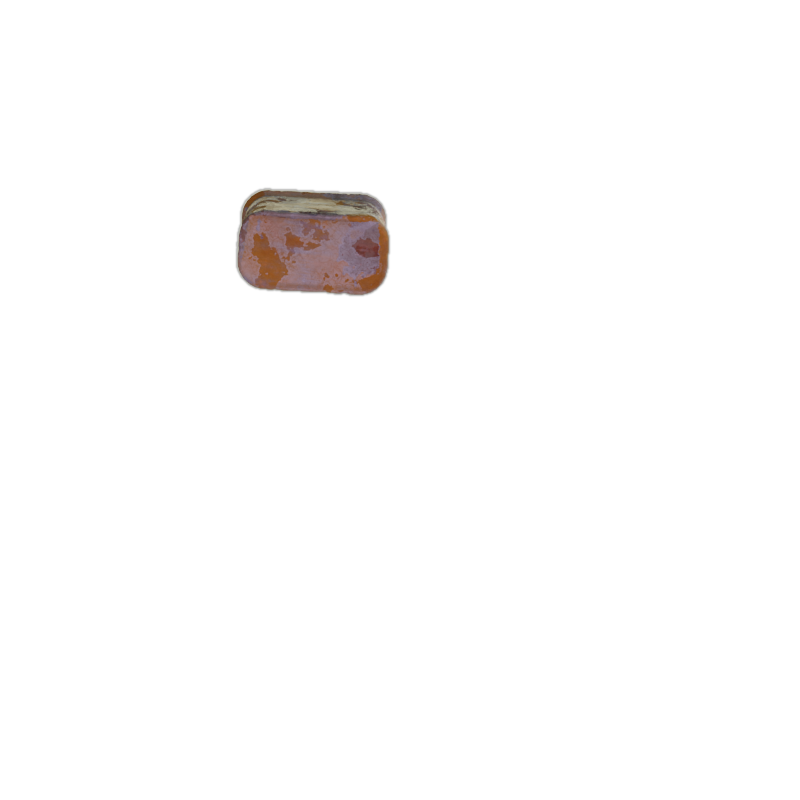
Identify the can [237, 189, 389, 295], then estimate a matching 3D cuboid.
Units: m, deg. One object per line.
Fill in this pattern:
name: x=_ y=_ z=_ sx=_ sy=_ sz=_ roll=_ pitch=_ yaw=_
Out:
can: x=-0.058 y=-0.105 z=0.738 sx=0.102 sy=0.056 sz=0.087 roll=2 pitch=15 yaw=-2
